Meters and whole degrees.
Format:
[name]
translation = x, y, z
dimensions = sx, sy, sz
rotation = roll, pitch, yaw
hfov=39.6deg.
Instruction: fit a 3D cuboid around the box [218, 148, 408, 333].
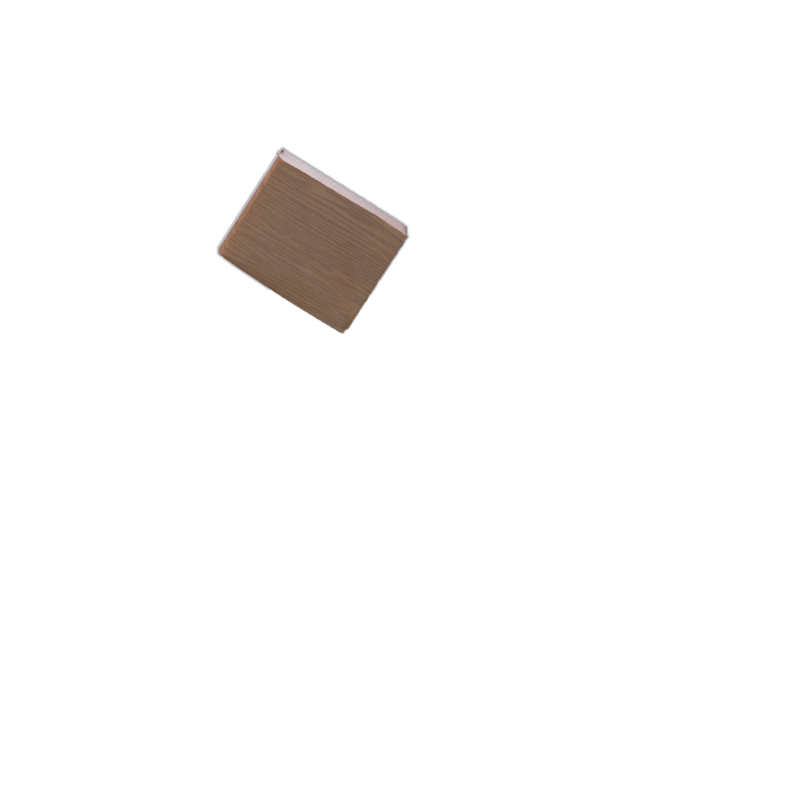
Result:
[box]
translation = -0.064, -0.116, 0.812
dimensions = 0.111, 0.088, 0.040
rotation = 32, 13, -9
